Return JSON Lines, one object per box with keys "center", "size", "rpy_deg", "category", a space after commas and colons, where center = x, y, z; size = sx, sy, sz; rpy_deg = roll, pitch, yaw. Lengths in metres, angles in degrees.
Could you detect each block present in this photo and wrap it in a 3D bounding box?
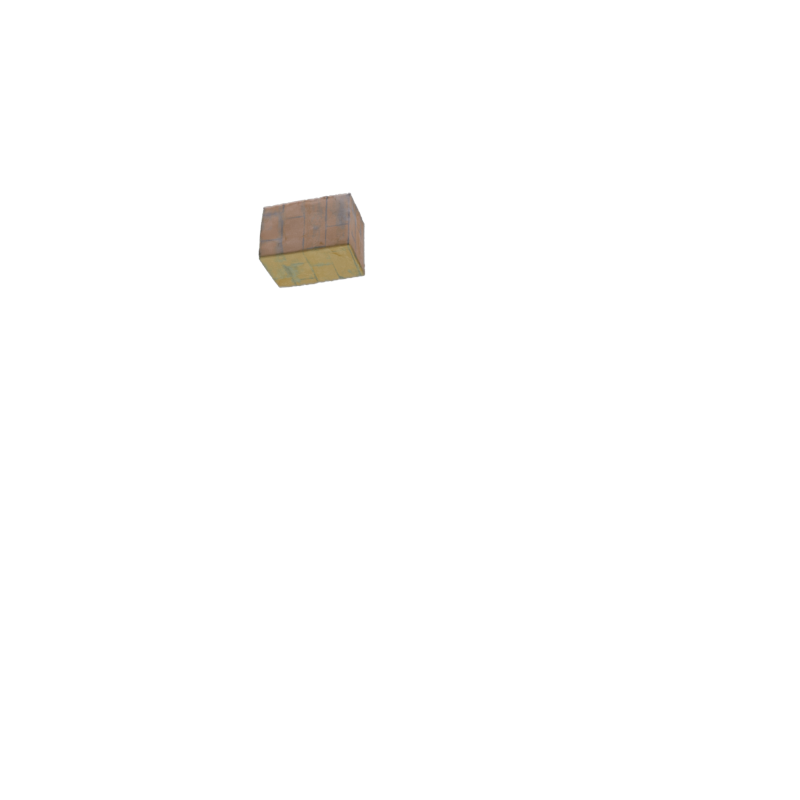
{"center": [-0.072, -0.131, 0.917], "size": [0.079, 0.054, 0.049], "rpy_deg": [-7, -29, 12], "category": "block"}
